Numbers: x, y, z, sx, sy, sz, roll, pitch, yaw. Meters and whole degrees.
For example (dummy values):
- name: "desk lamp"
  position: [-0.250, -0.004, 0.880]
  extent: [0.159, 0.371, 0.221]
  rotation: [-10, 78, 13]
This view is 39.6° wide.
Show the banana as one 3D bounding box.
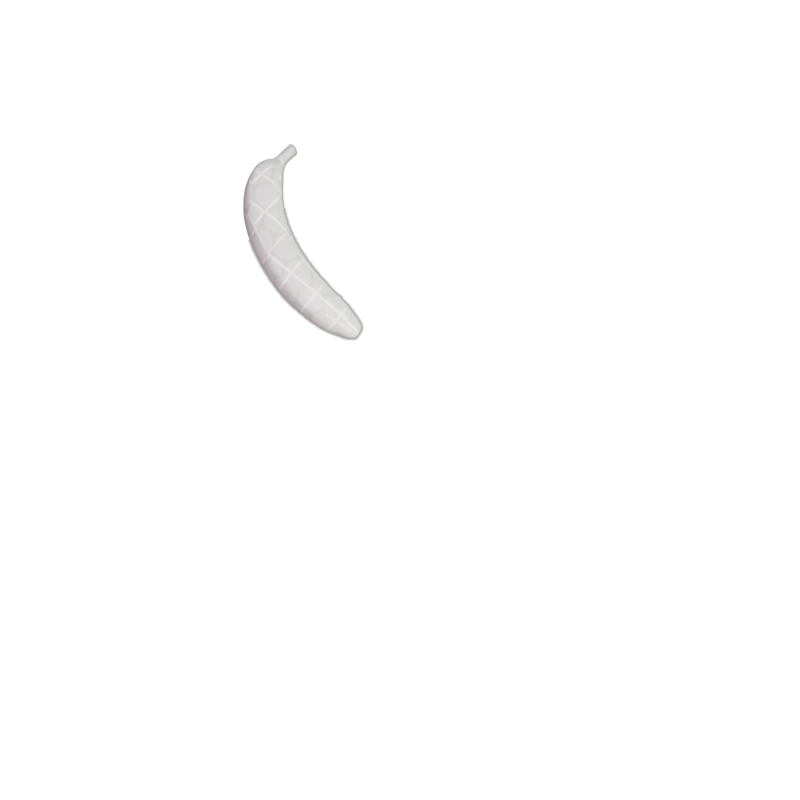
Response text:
- name: "banana"
  position: [-0.096, -0.138, 0.982]
  extent: [0.069, 0.208, 0.035]
  rotation: [-18, -19, -7]
